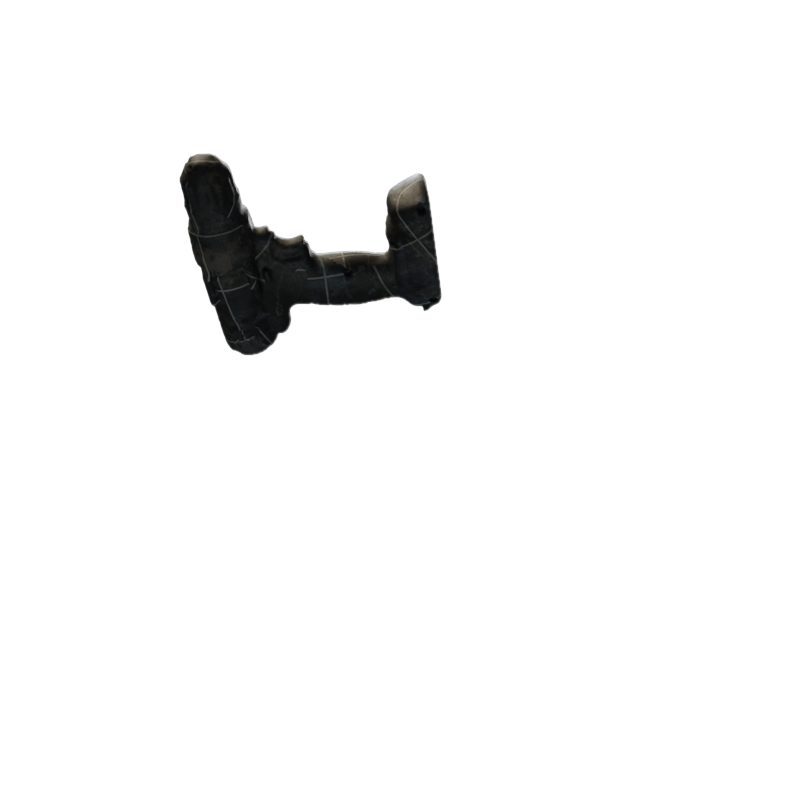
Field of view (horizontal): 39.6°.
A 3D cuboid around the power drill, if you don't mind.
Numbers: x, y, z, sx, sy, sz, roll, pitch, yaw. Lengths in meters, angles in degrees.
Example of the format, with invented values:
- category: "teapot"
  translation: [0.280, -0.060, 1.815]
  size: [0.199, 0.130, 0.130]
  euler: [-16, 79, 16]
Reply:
- category: "power drill"
  translation: [-0.068, -0.123, 0.863]
  size: [0.189, 0.171, 0.061]
  euler: [-7, 40, 6]
